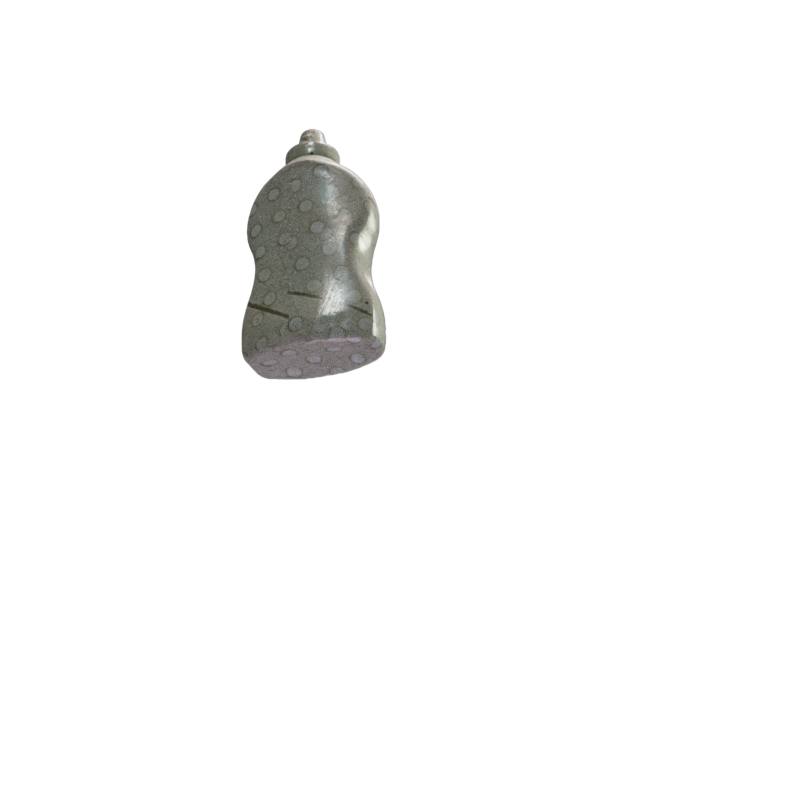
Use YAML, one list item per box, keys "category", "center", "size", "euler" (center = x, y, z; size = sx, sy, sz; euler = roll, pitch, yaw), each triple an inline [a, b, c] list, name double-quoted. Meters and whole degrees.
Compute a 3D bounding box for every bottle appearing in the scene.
- category: "bottle"
  center: [-0.062, -0.113, 0.791]
  size: [0.097, 0.204, 0.054]
  euler: [-12, -32, 17]
